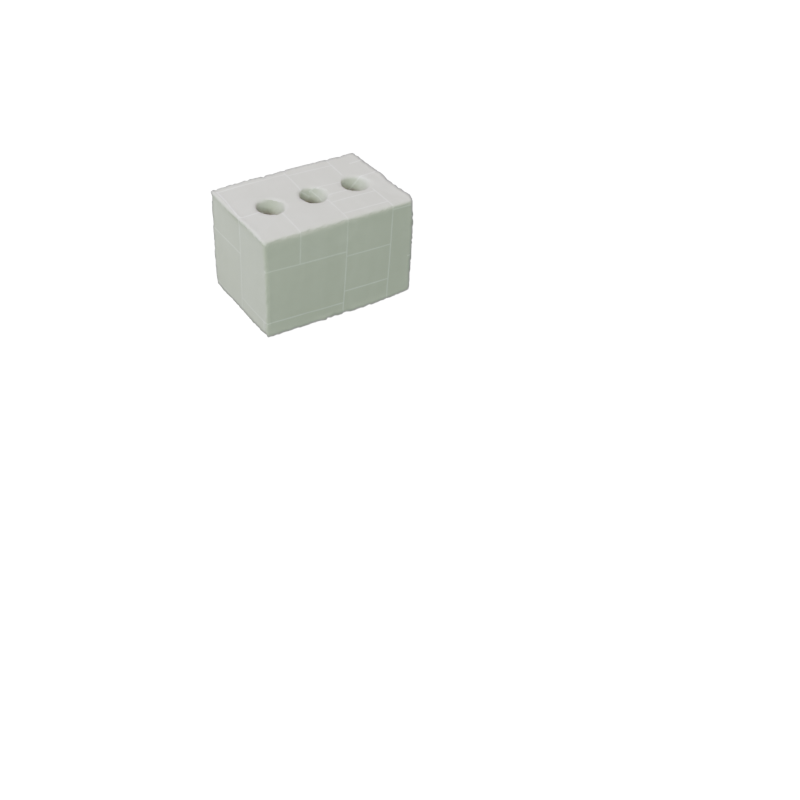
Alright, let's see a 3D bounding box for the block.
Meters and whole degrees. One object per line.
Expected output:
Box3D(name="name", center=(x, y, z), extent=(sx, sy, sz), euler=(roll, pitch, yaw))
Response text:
Box3D(name="block", center=(-0.040, -0.072, 0.507), extent=(0.077, 0.048, 0.057), euler=(-20, 41, -26))
